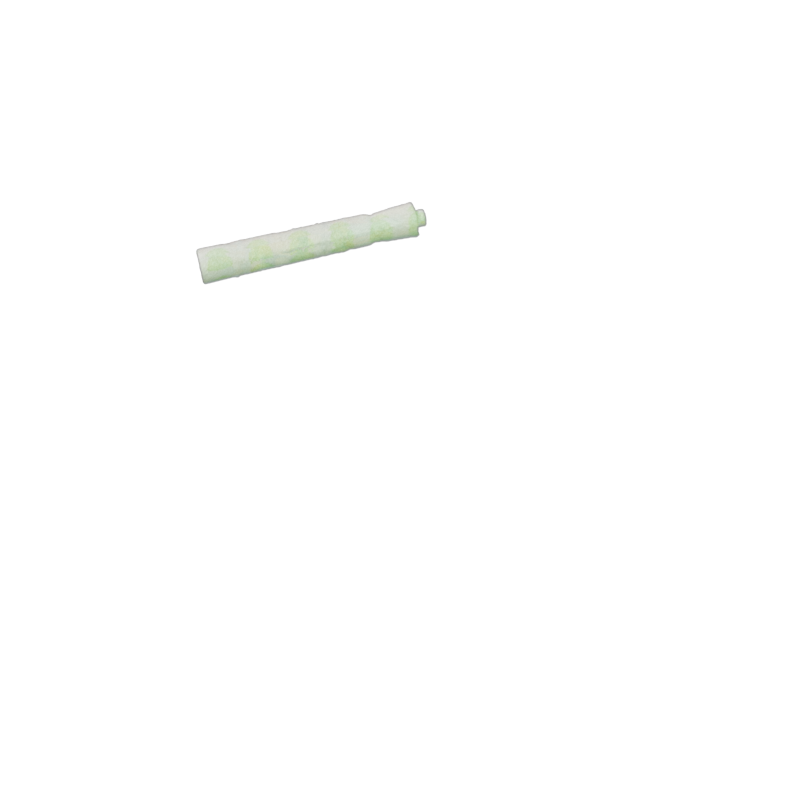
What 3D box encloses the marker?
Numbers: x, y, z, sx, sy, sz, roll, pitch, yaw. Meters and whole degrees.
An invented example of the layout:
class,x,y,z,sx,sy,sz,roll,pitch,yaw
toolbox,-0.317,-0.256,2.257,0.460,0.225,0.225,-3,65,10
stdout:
class,x,y,z,sx,sy,sz,roll,pitch,yaw
marker,-0.045,-0.083,0.578,0.120,0.020,0.020,-13,6,-6
